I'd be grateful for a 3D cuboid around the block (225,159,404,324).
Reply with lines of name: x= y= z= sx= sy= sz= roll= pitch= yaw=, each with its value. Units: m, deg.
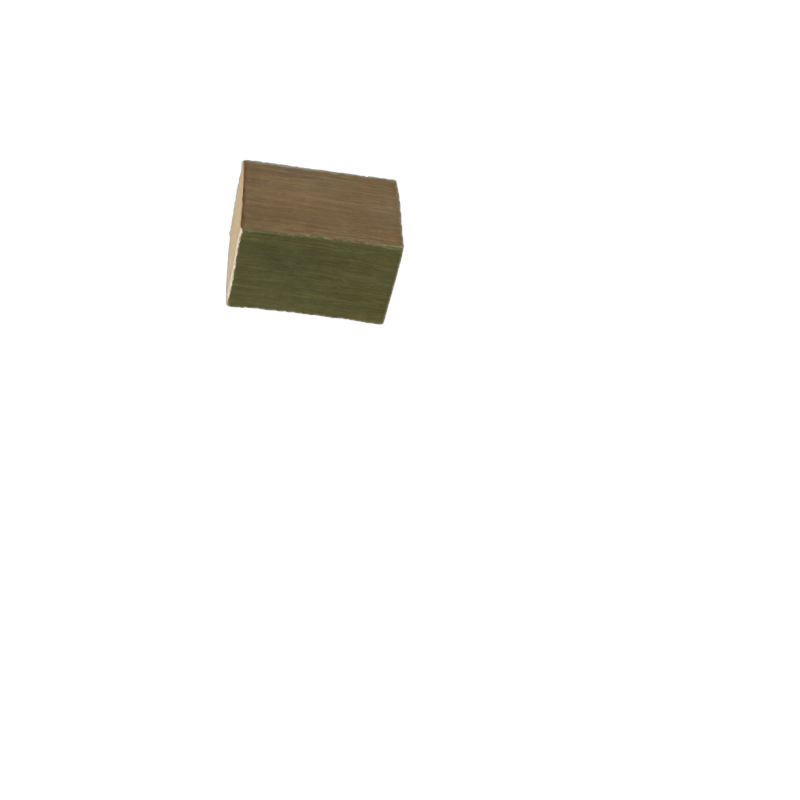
block: x=-0.042 y=-0.076 z=0.531 sx=0.077 sy=0.055 sz=0.050 roll=7 pitch=-45 yaw=-9
